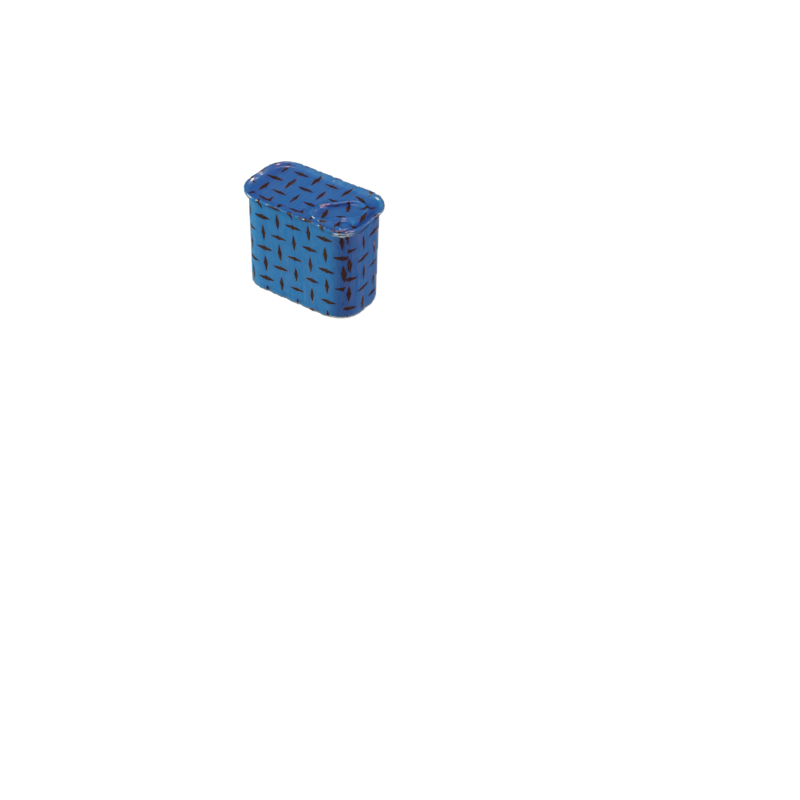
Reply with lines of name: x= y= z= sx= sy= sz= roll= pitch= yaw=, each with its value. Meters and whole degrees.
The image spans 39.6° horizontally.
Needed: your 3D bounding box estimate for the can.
can: x=-0.064 y=-0.116 z=0.814 sx=0.107 sy=0.078 sz=0.058 roll=25 pitch=44 yaw=26
